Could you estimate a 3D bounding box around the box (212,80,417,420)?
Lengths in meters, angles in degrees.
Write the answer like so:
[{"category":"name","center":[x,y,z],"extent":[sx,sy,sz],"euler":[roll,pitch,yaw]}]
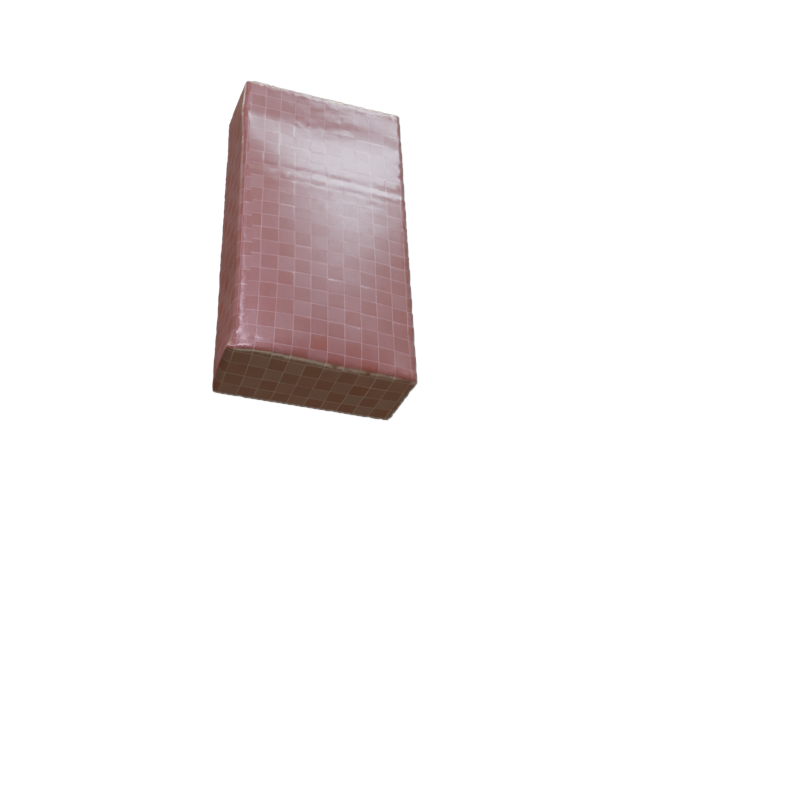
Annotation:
[{"category":"box","center":[-0.045,-0.082,0.574],"extent":[0.091,0.189,0.046],"euler":[10,-39,-16]}]
